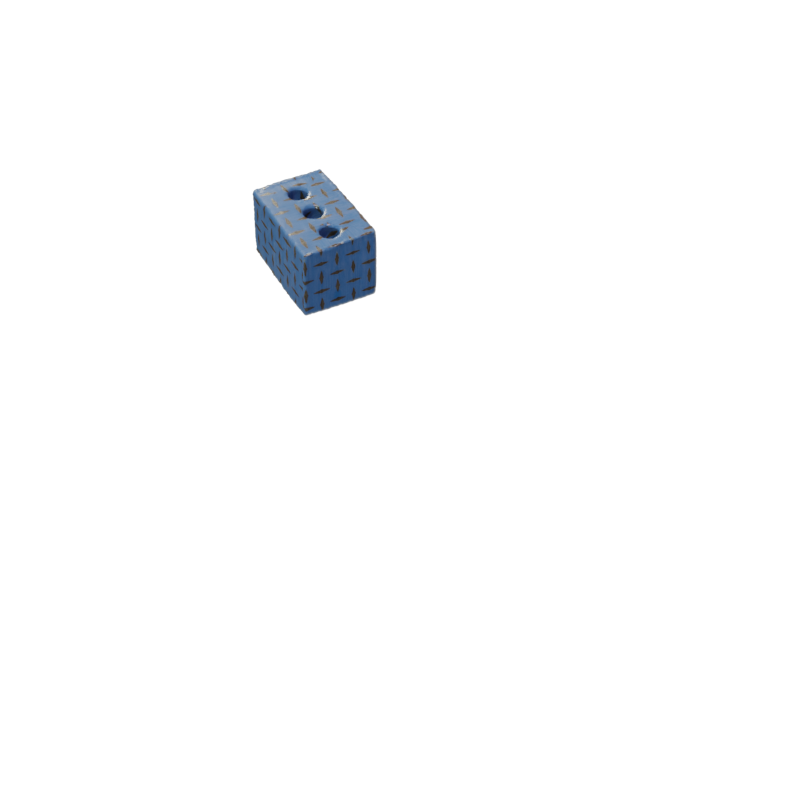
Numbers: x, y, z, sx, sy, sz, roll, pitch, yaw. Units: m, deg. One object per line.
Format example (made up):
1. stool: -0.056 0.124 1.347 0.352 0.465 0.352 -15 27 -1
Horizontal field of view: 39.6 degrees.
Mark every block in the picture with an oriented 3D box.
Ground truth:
1. block: -0.056 -0.103 0.721 0.052 0.048 0.084 -20 48 -22
